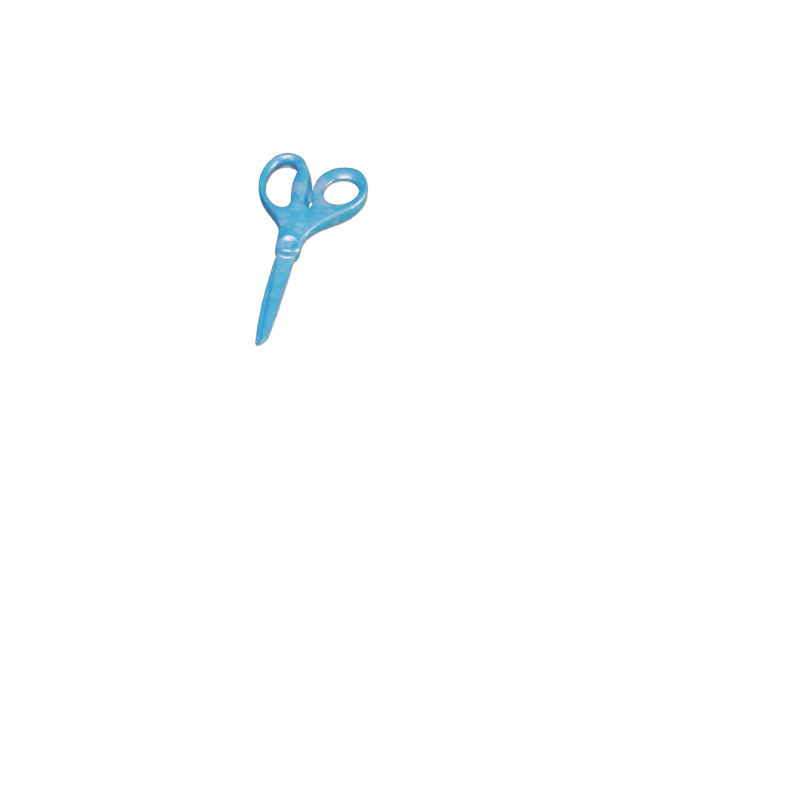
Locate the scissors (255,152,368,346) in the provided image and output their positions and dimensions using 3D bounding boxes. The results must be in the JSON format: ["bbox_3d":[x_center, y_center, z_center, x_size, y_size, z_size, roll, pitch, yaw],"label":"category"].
[{"bbox_3d":[-0.066,-0.120,0.839,0.096,0.218,0.015,-5,-42,-5],"label":"scissors"}]
